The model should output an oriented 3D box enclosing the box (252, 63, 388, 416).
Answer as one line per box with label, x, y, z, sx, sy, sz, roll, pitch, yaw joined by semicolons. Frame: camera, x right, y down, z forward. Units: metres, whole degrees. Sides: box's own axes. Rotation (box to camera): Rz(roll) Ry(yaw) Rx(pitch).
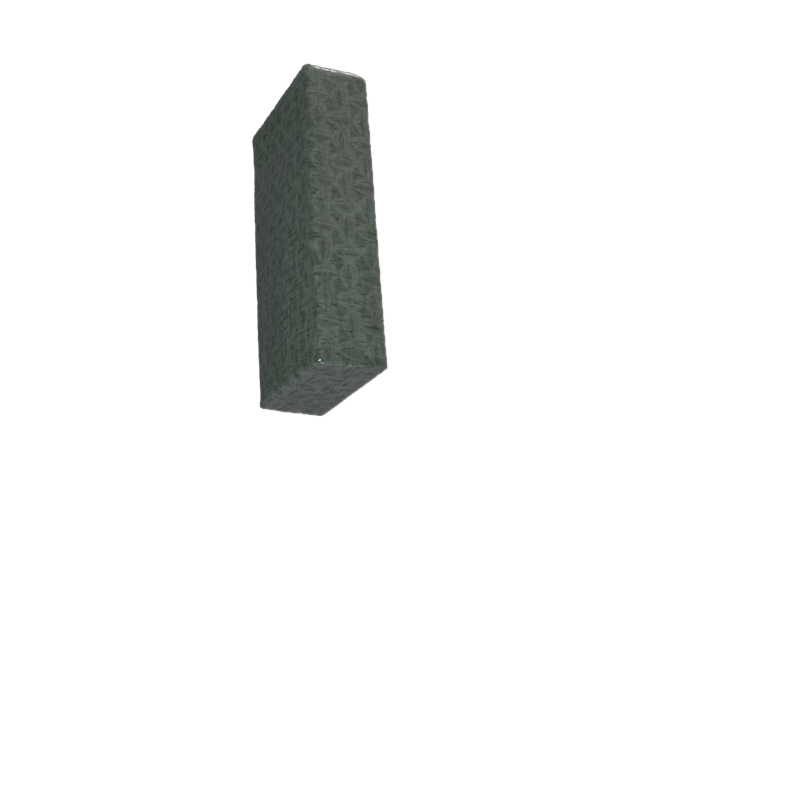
box;-0.048;-0.089;0.622;0.046;0.186;0.092;9;-25;-24
